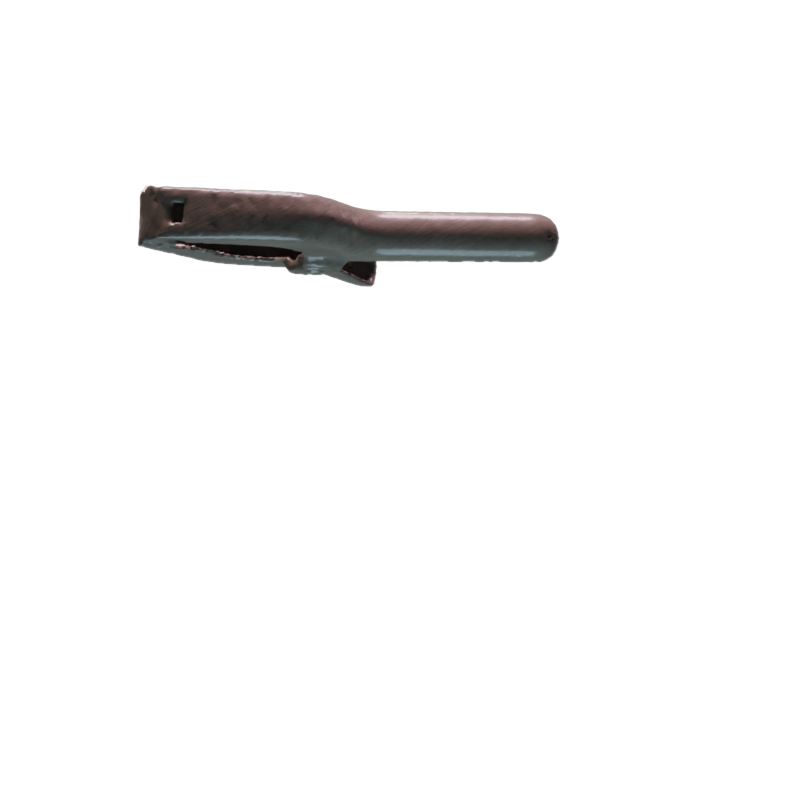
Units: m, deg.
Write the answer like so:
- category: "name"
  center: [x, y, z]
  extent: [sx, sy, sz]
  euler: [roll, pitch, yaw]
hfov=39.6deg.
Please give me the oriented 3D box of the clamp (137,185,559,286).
- category: "clamp"
  center: [-0.046, -0.085, 0.594]
  extent: [0.202, 0.037, 0.168]
  euler: [1, -3, -30]
